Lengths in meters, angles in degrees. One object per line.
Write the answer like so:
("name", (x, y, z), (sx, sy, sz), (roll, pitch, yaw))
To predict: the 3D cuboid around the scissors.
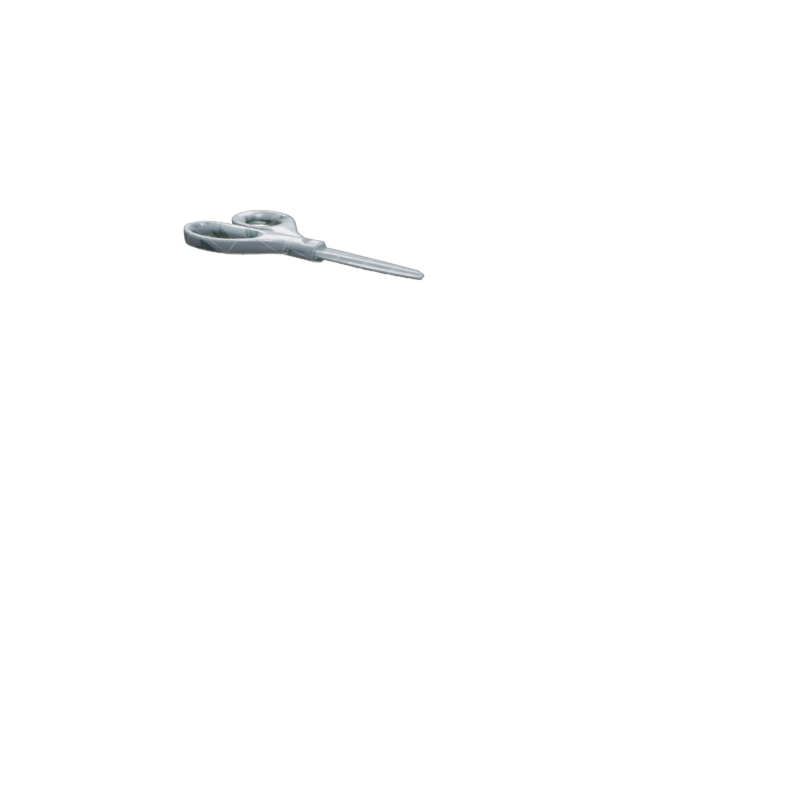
("scissors", (-0.065, -0.119, 0.834), (0.208, 0.015, 0.098), (10, 26, 20))
